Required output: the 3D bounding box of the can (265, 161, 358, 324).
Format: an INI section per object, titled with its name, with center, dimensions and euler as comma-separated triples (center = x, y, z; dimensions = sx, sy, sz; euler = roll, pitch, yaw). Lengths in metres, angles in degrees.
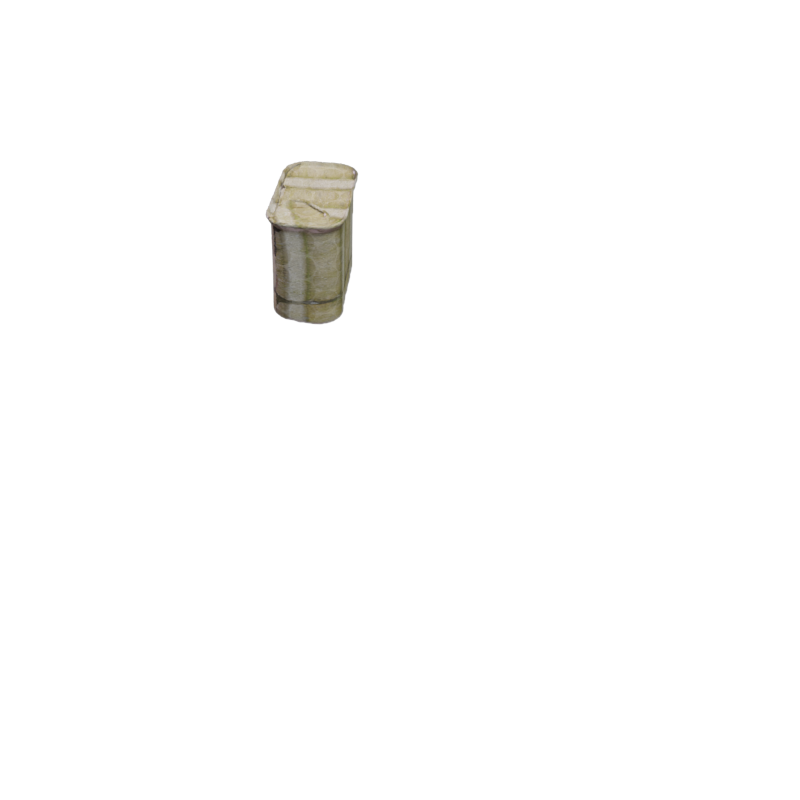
[can]
center = -0.064, -0.117, 0.822
dimensions = 0.058, 0.079, 0.108
euler = 4, 34, 4
